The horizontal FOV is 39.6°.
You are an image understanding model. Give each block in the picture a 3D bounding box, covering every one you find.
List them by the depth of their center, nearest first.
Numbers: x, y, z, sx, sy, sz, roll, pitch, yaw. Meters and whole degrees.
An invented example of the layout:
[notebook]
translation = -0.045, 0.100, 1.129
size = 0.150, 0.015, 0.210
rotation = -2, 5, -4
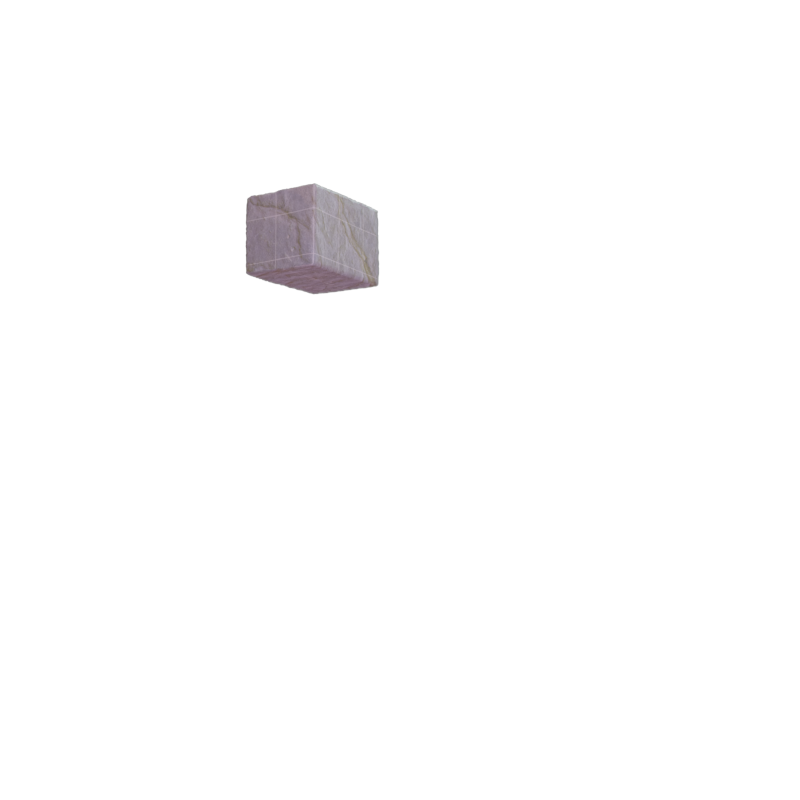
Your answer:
[block]
translation = -0.055, -0.100, 0.700
size = 0.054, 0.053, 0.074
rotation = -6, -10, 31
